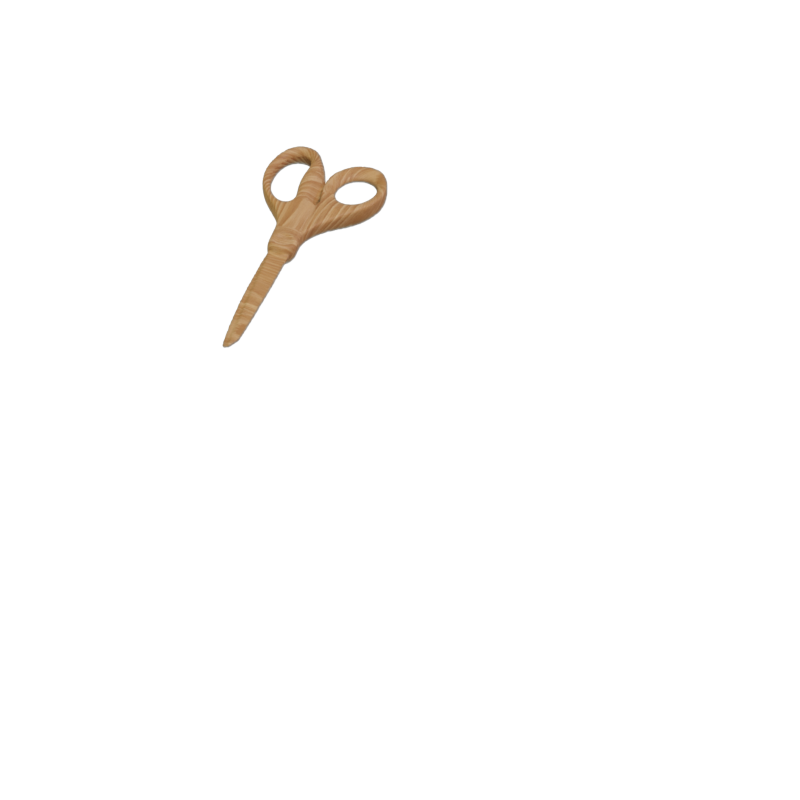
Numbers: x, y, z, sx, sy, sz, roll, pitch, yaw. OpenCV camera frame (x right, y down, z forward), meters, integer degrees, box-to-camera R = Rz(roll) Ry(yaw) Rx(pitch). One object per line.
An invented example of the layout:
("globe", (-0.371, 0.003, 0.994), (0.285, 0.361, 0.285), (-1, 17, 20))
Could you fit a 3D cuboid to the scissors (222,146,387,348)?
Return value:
("scissors", (-0.057, -0.104, 0.726), (0.096, 0.015, 0.216), (0, 44, 0))
